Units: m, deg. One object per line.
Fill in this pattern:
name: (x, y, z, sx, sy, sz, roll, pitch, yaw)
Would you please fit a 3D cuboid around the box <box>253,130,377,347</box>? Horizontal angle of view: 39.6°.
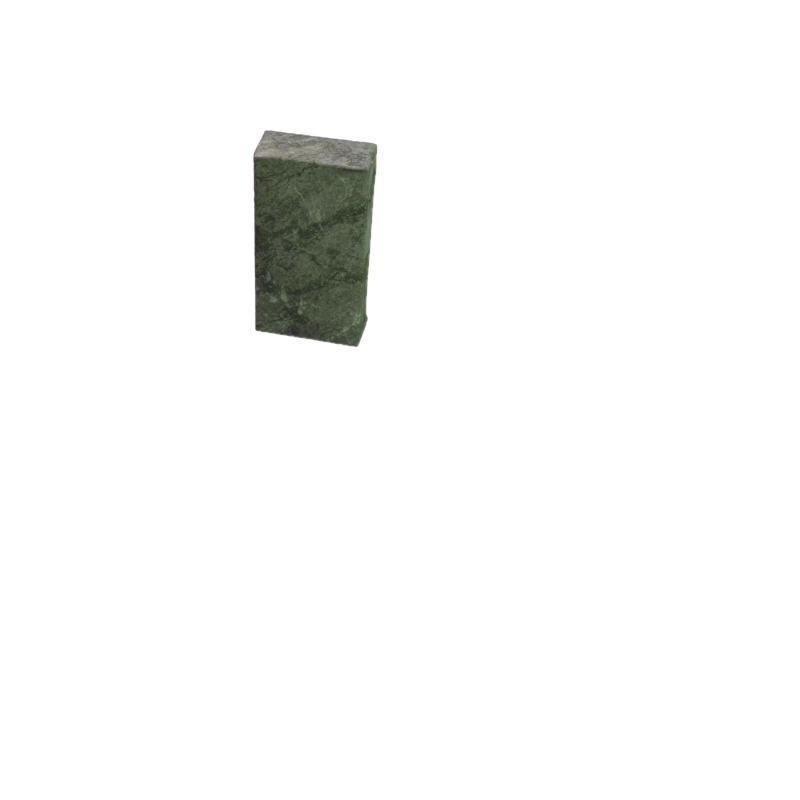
box: (-0.071, -0.128, 0.898, 0.095, 0.164, 0.051, 9, 41, 7)
